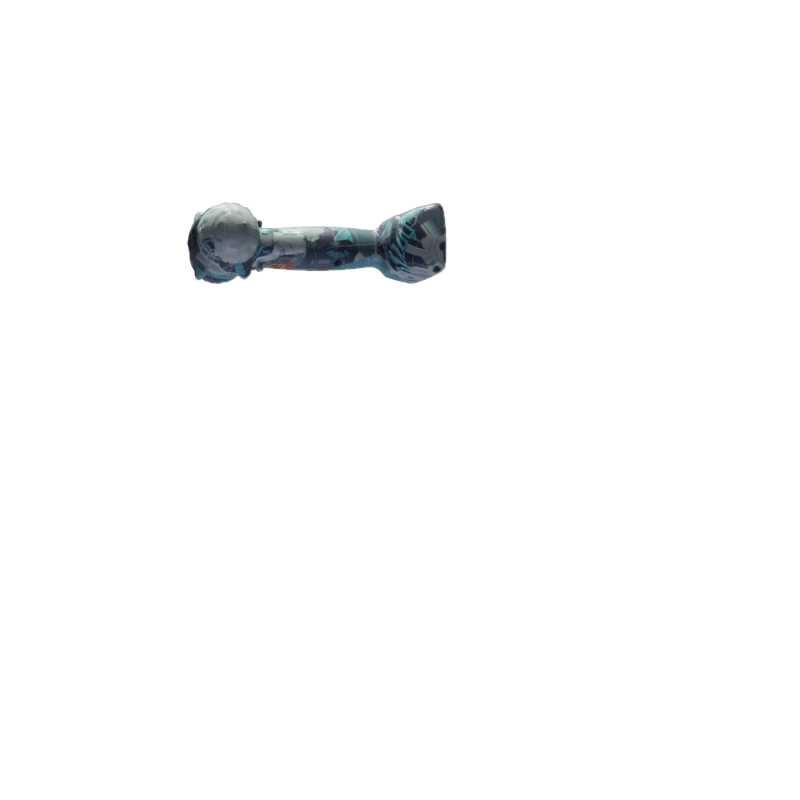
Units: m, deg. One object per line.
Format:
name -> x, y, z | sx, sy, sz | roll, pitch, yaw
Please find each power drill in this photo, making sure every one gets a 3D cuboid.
power drill -> -0.065, -0.118, 0.827 | 0.185, 0.058, 0.186 | 0, 2, -11
